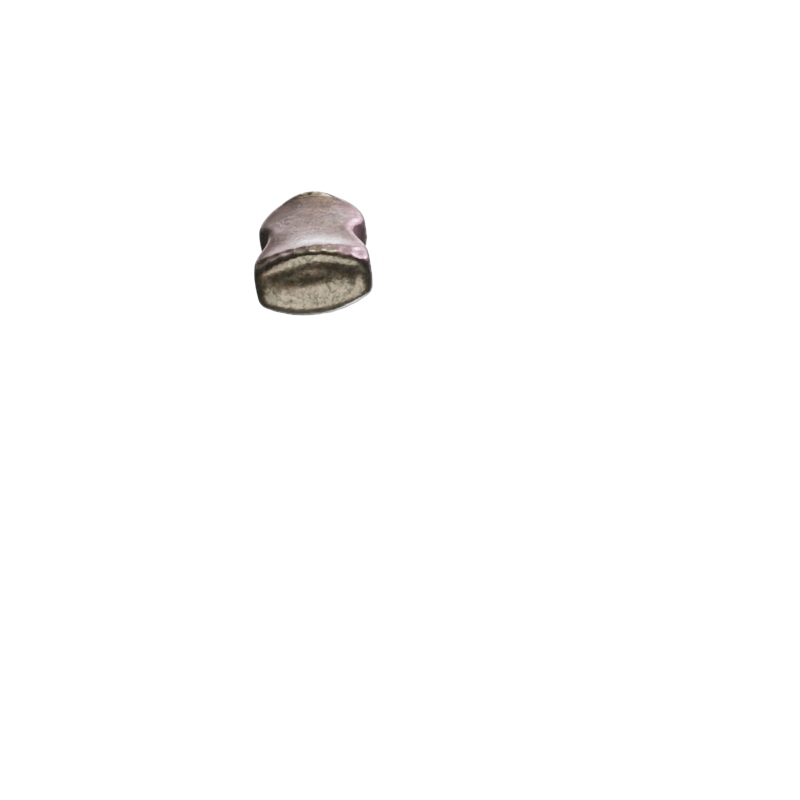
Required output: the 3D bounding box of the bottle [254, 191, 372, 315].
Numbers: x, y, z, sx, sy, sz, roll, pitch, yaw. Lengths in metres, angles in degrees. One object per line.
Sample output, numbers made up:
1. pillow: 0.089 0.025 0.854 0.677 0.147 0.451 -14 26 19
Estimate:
1. bottle: -0.077 -0.141 0.983 0.096 0.055 0.203 -9 28 1
